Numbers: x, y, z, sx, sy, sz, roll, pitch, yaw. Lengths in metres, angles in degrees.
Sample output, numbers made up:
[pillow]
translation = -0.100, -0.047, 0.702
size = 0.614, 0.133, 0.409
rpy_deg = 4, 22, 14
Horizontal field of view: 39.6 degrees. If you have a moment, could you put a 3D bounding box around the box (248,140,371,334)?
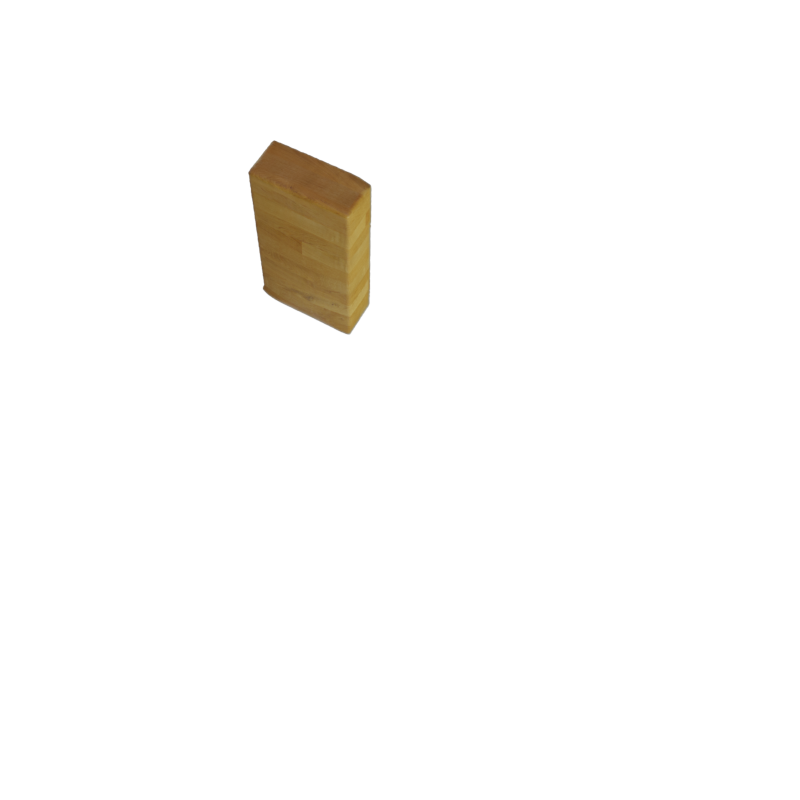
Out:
[box]
translation = -0.072, -0.132, 0.923
size = 0.097, 0.049, 0.165
rpy_deg = 28, -29, 13
